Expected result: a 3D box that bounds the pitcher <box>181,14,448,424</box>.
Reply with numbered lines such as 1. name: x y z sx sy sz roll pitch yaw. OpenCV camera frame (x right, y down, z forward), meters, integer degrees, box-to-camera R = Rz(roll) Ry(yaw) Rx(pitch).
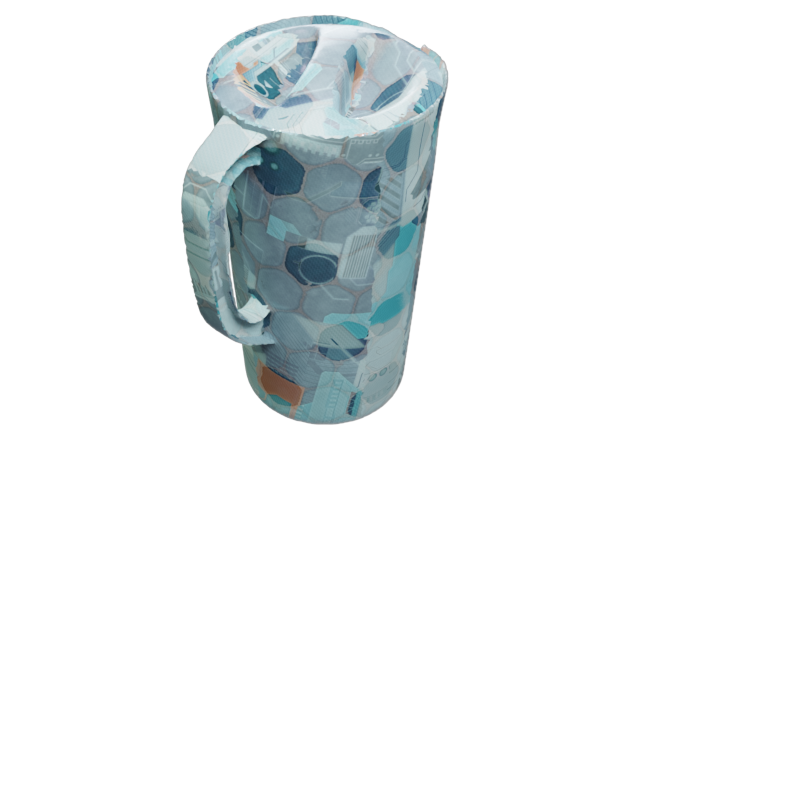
1. pitcher: -0.053 -0.096 0.675 0.148 0.227 0.156 -3 42 -6
